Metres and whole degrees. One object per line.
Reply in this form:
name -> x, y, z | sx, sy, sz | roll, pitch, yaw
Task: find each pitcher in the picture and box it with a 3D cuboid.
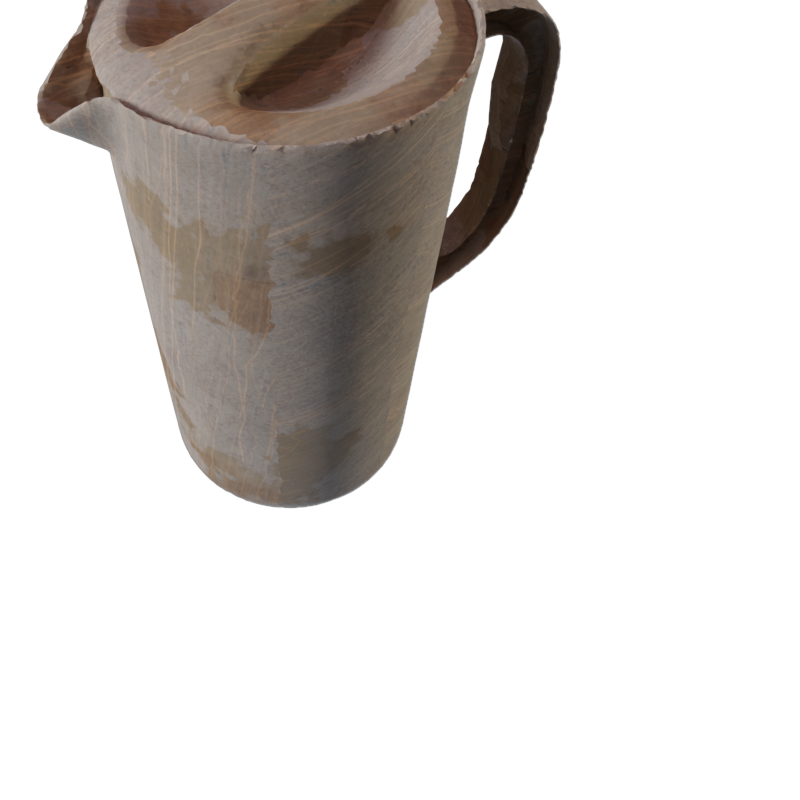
pitcher -> -0.035, -0.064, 0.448 | 0.153, 0.151, 0.227 | 19, -37, 12
